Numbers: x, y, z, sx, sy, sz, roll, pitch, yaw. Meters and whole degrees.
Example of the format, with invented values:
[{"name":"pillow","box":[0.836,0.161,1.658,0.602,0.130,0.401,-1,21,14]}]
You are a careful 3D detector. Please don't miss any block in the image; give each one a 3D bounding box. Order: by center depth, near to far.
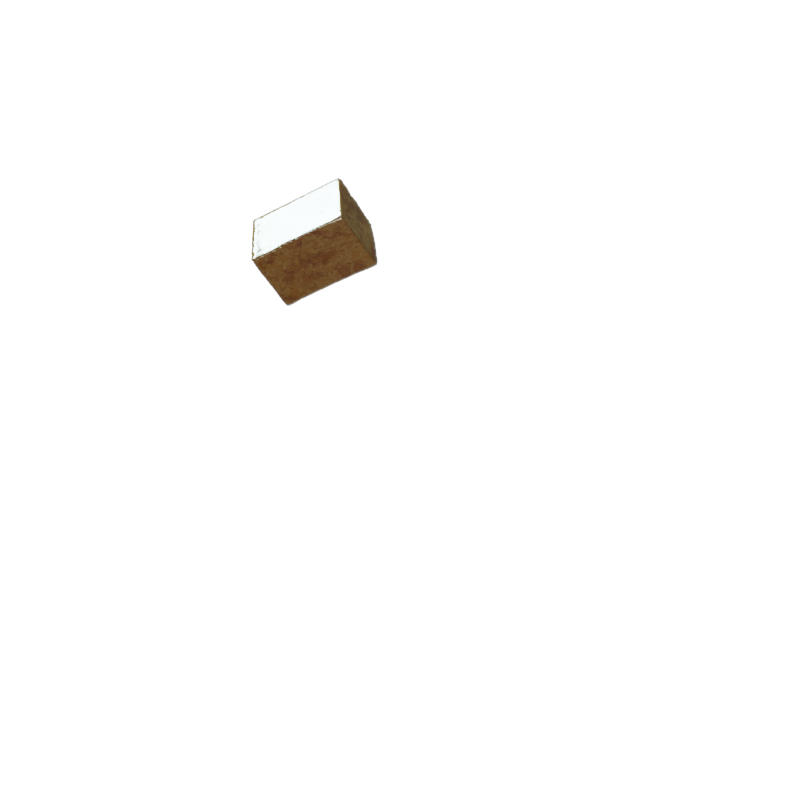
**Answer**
[{"name":"block","box":[-0.064,-0.116,0.815,0.078,0.049,0.055,-23,38,17]}]
